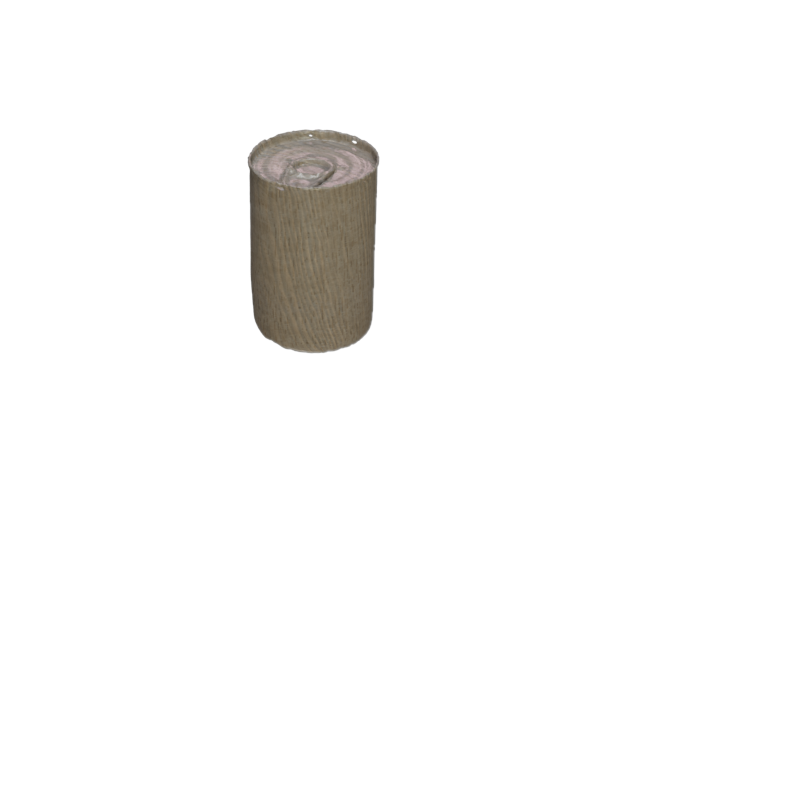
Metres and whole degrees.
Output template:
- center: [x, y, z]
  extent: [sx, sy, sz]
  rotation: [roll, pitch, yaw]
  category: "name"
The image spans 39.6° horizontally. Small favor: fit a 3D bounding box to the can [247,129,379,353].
- center: [-0.047, -0.085, 0.596]
  extent: [0.068, 0.096, 0.073]
  rotation: [0, 34, -3]
  category: "can"
